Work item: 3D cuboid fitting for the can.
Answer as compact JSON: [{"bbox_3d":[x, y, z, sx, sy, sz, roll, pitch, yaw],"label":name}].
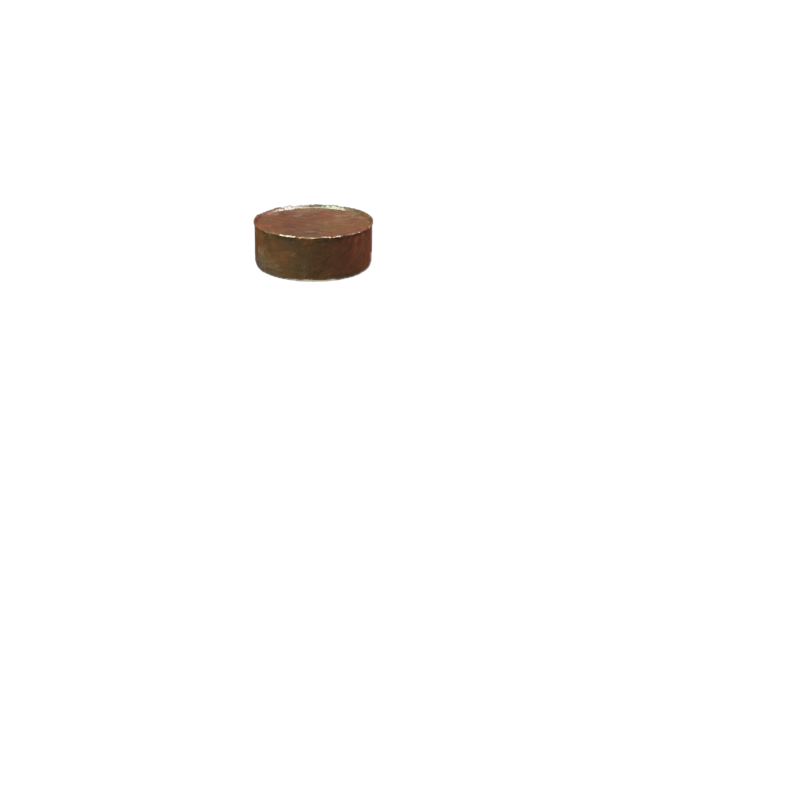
[{"bbox_3d":[-0.062,-0.114,0.796,0.086,0.032,0.090,-1,24,-2],"label":"can"}]
